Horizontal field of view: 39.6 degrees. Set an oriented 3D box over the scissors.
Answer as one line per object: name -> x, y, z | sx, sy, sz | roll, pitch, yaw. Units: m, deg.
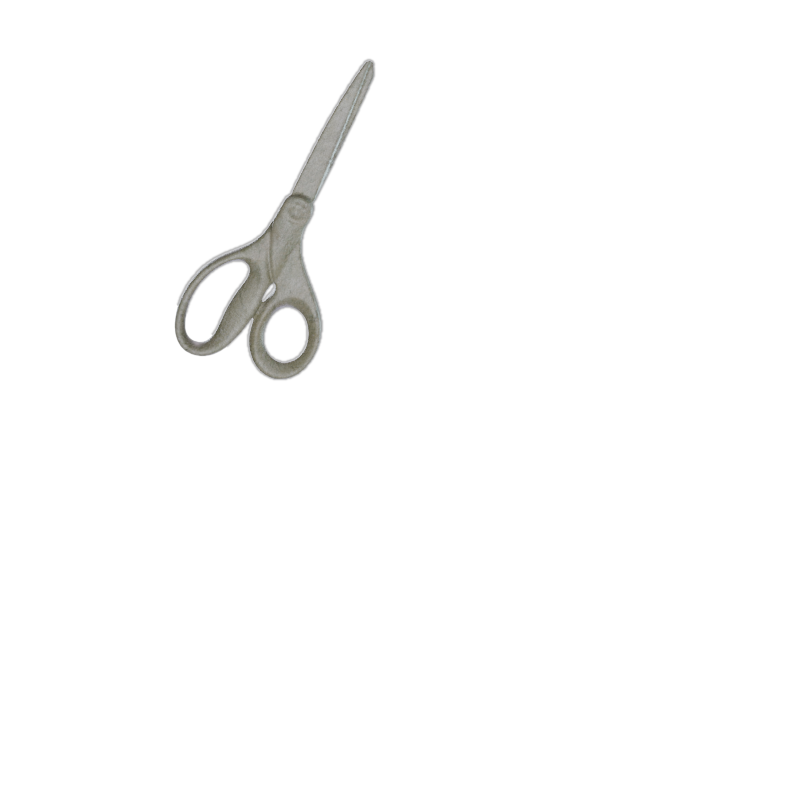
scissors -> -0.051, -0.094, 0.655 | 0.094, 0.200, 0.016 | 42, 9, -9
